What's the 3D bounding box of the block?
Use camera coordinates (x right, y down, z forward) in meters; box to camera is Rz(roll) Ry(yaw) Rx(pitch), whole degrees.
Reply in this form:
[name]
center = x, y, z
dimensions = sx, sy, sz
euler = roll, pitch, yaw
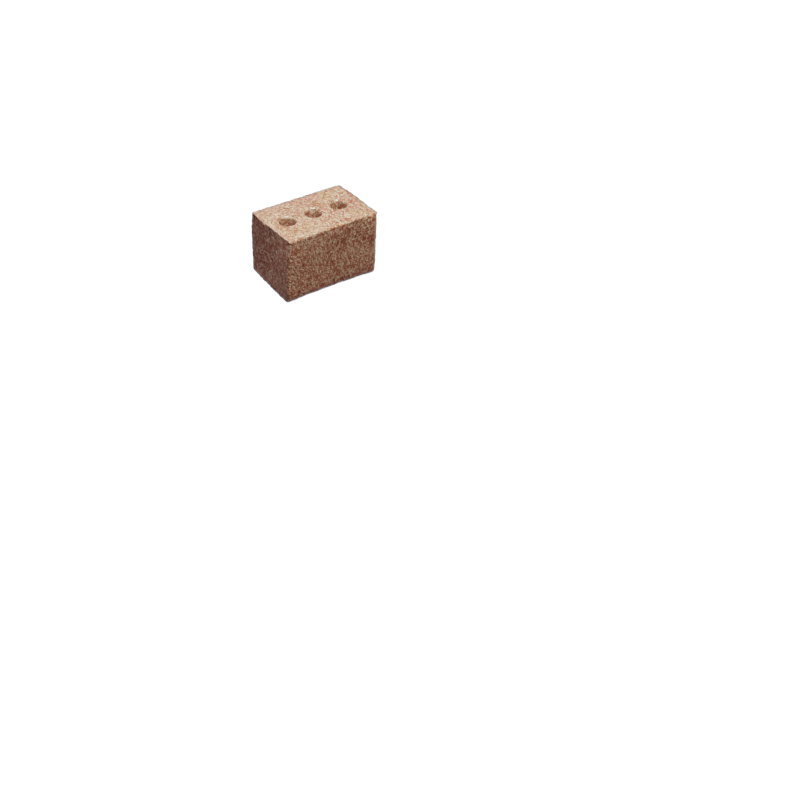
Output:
[block]
center = -0.063, -0.116, 0.811
dimensions = 0.077, 0.048, 0.057
euler = -23, 43, -28
